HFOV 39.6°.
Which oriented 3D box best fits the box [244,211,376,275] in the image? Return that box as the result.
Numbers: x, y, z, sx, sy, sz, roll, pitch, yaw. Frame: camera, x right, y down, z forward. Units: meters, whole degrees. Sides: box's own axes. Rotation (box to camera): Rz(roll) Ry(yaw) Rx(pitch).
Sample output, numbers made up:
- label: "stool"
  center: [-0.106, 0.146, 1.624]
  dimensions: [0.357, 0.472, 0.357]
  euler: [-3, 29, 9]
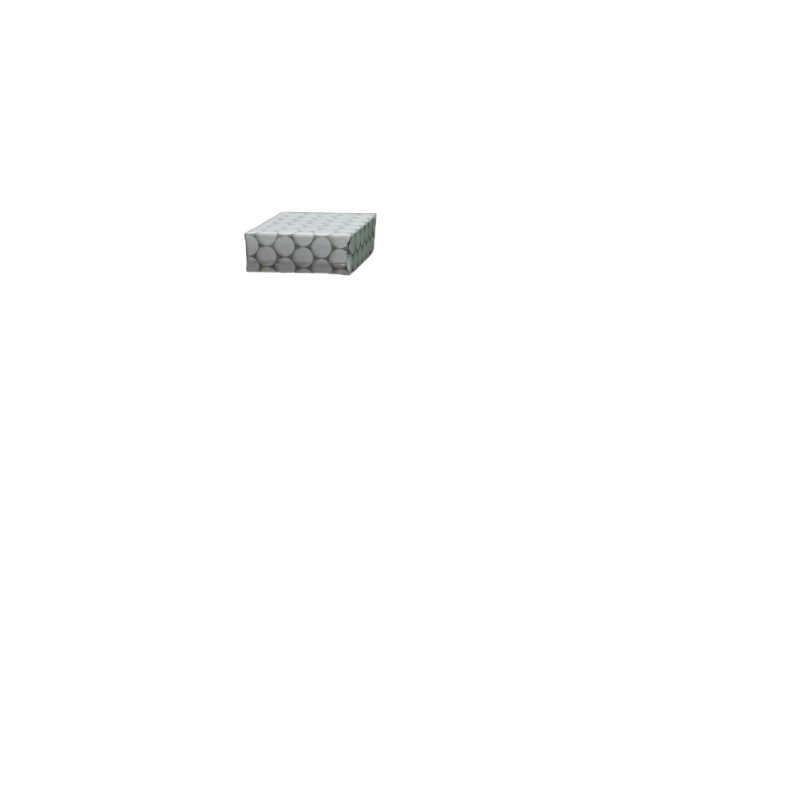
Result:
- label: "box"
  center: [-0.074, -0.135, 0.947]
  dimensions: [0.091, 0.038, 0.115]
  euler: [3, 16, 11]
